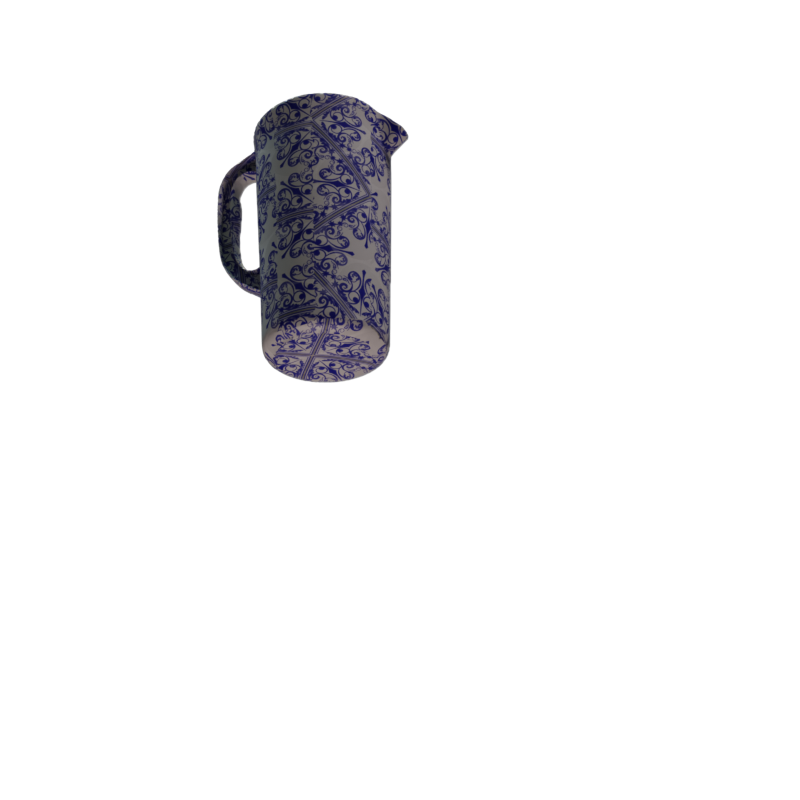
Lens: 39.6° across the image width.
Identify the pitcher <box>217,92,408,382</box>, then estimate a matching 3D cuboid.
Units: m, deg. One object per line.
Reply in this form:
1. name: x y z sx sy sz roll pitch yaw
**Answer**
1. pitcher: -0.078 -0.142 0.994 0.140 0.259 0.145 13 -34 -23
